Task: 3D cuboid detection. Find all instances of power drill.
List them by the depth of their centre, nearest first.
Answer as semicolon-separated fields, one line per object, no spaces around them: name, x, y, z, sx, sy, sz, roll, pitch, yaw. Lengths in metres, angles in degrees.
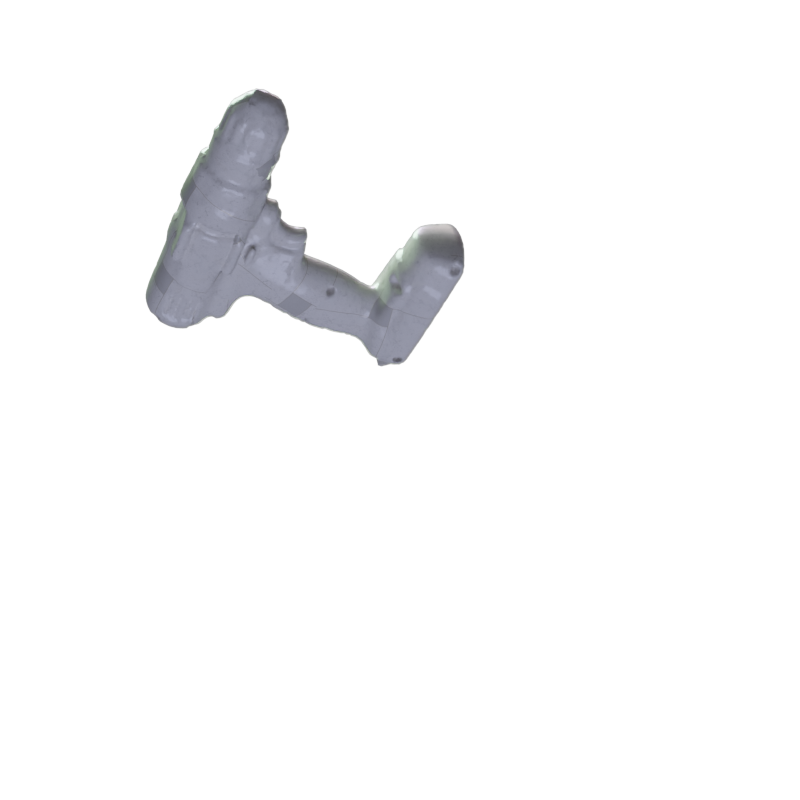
power drill;-0.057;-0.104;0.728;0.182;0.062;0.177;18;-50;-16
